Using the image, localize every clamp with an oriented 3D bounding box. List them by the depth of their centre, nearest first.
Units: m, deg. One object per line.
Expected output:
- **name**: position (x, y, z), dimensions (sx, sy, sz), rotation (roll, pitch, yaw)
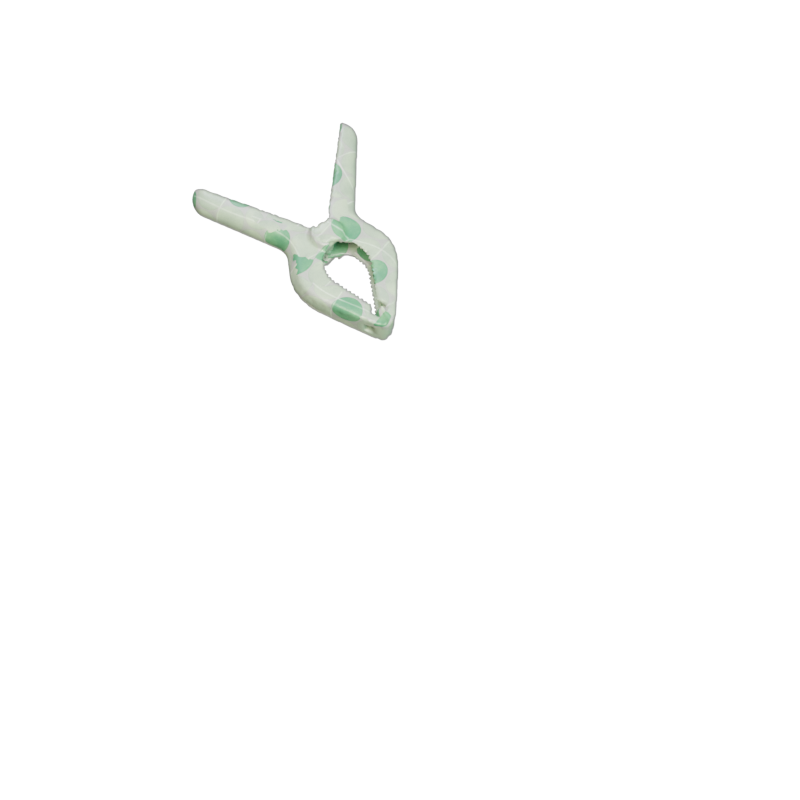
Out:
- **clamp**: position (-0.075, -0.137, 0.961), dimensions (0.164, 0.224, 0.034), rotation (-22, -27, -12)
